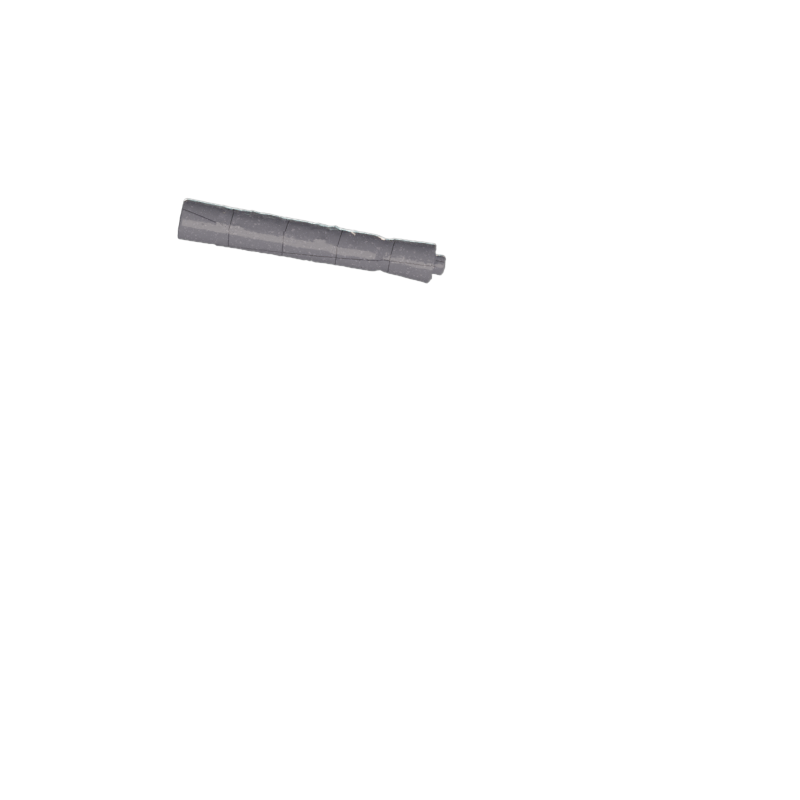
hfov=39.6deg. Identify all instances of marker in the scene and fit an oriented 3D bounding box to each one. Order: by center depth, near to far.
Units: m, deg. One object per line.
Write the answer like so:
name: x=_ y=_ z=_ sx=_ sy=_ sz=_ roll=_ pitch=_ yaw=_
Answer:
marker: x=-0.039 y=-0.071 z=0.500 sx=0.120 sy=0.020 sz=0.020 roll=10 pitch=3 yaw=-4
